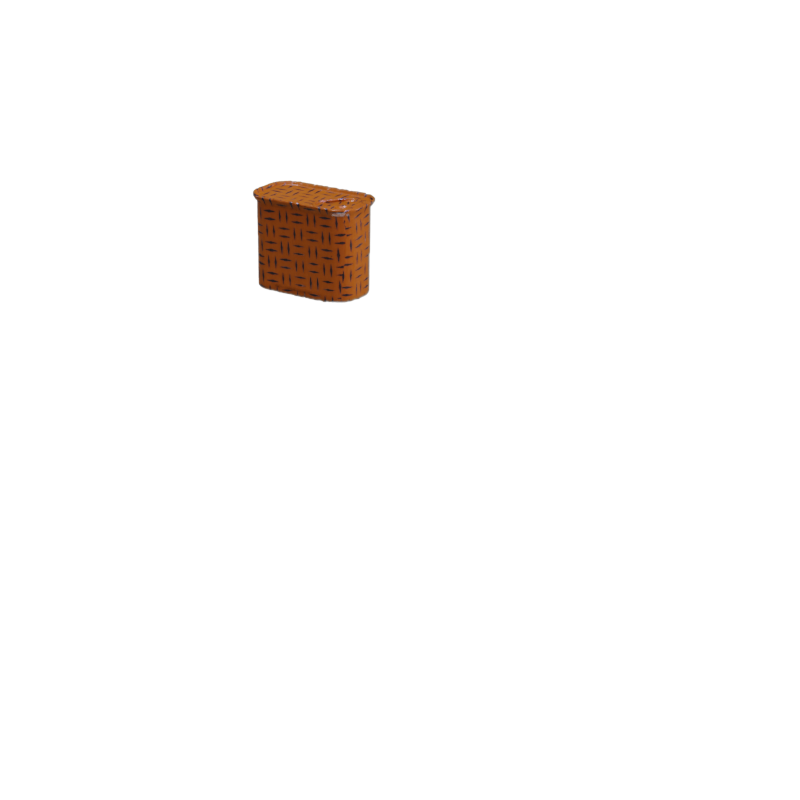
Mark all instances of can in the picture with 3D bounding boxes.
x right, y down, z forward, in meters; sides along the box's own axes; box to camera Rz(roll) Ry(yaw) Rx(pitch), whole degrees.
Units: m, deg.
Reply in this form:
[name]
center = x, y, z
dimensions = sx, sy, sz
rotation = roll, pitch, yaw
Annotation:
[can]
center = -0.073, -0.134, 0.937
dimensions = 0.107, 0.080, 0.057
rotation = 14, 25, 29
